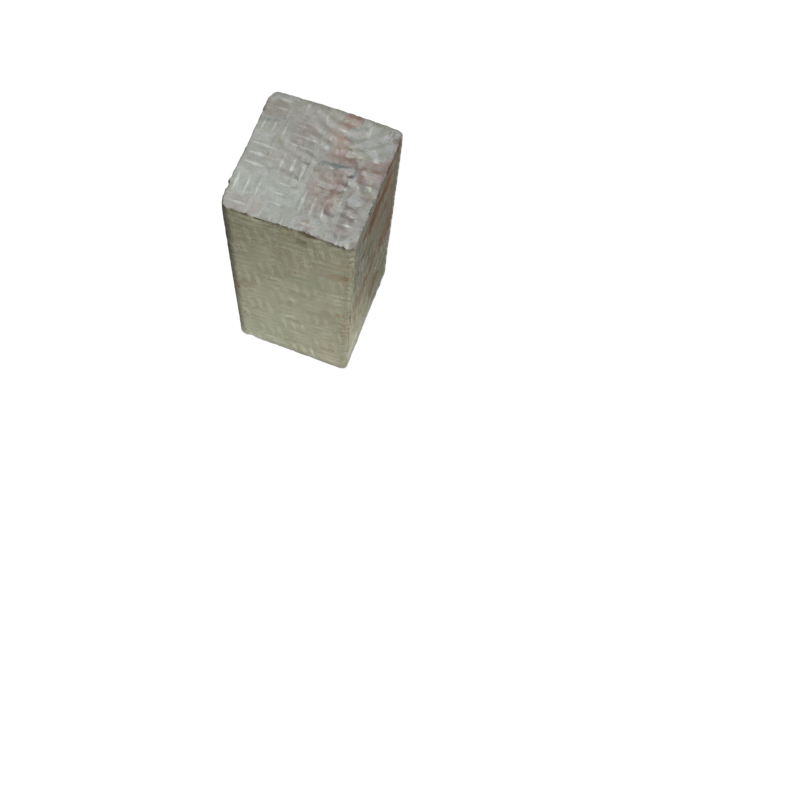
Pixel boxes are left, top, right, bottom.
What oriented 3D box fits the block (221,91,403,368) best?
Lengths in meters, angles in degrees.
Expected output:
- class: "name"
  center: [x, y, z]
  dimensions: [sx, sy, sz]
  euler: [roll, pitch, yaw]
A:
- class: "block"
  center: [-0.061, -0.110, 0.766]
  dimensions: [0.091, 0.094, 0.196]
  euler: [20, -20, 4]
